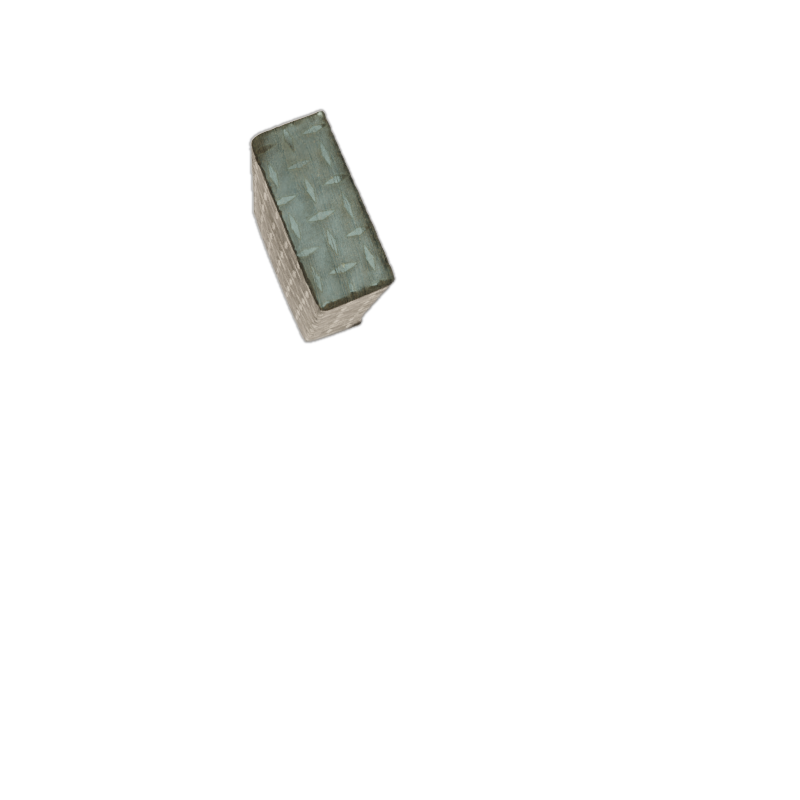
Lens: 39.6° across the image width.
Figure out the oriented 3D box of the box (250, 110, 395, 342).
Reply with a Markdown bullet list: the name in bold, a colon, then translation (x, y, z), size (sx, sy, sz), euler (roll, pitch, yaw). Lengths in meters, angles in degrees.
- **box**: translation (-0.048, -0.087, 0.606), size (0.048, 0.095, 0.174), euler (-22, -2, -5)
